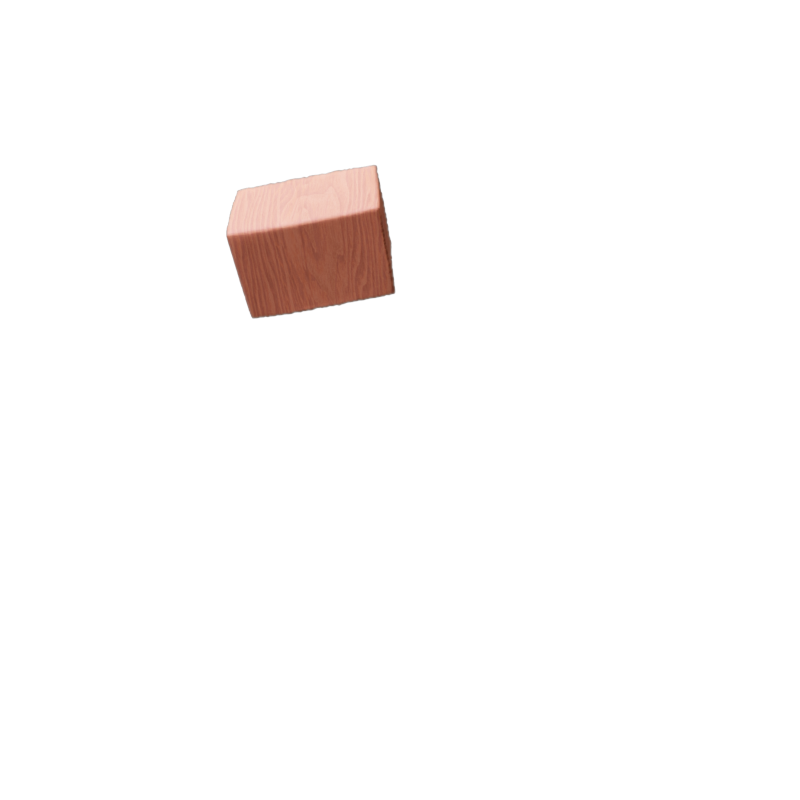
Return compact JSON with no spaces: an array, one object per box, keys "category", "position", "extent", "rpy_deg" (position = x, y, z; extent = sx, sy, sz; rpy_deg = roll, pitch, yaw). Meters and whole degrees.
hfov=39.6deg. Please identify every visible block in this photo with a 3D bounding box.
[{"category":"block","position":[-0.045,-0.082,0.573],"extent":[0.078,0.049,0.055],"rpy_deg":[-9,32,4]}]
